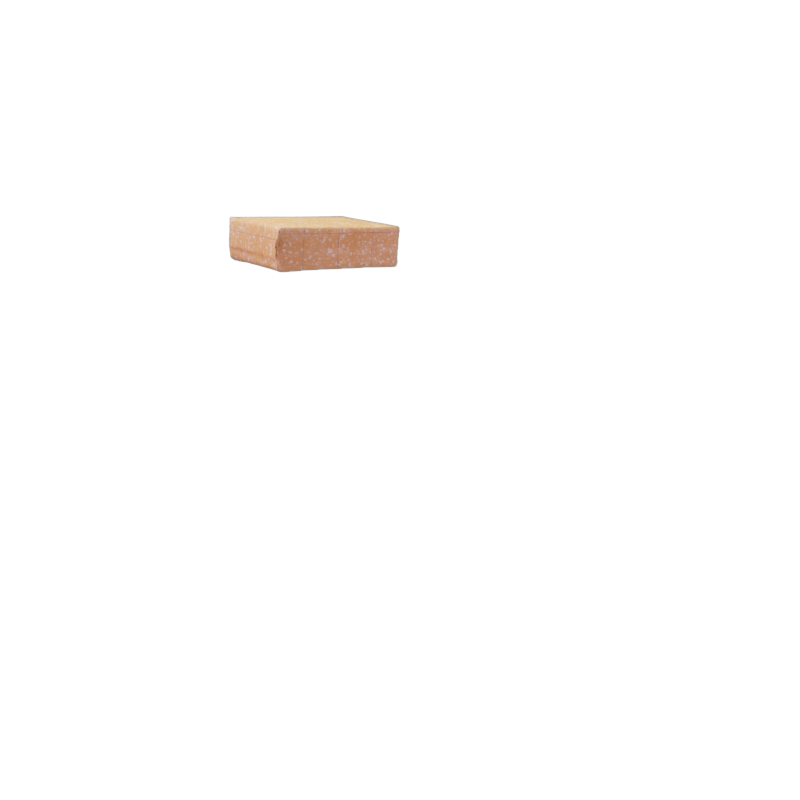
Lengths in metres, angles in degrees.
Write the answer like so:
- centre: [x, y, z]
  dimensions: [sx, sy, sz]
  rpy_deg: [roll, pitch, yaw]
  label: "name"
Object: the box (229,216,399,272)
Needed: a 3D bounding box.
- centre: [-0.071, -0.129, 0.902]
  dimensions: [0.110, 0.038, 0.094]
  rpy_deg: [-8, 15, -31]
  label: "box"
